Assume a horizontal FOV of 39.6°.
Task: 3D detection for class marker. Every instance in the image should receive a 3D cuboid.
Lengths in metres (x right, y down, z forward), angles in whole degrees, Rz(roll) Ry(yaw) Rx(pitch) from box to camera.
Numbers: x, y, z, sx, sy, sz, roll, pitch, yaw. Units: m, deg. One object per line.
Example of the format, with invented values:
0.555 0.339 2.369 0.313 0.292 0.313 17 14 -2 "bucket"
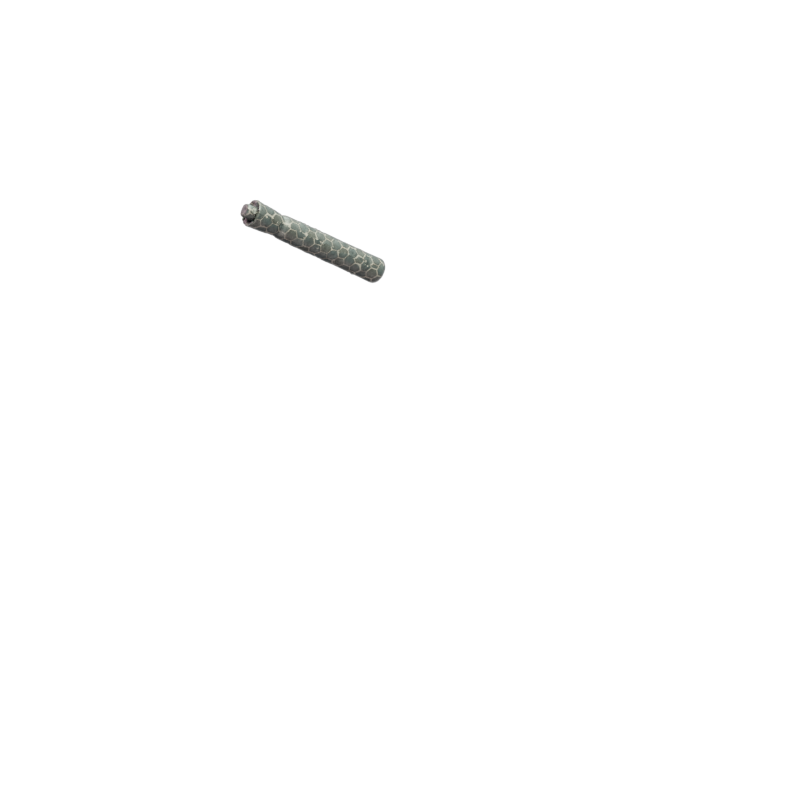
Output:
-0.060 -0.109 0.764 0.114 0.020 0.021 21 -10 -36 "marker"
